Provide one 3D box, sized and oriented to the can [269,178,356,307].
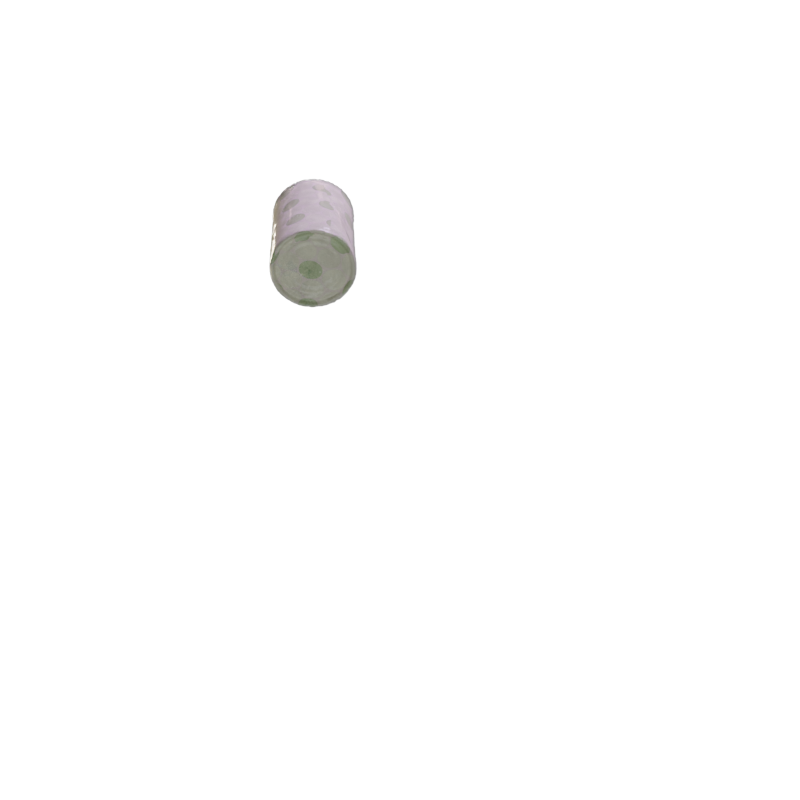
[{"bbox_3d":[-0.069,-0.125,0.878,0.068,0.065,0.108,0,30,-3],"label":"can"}]
